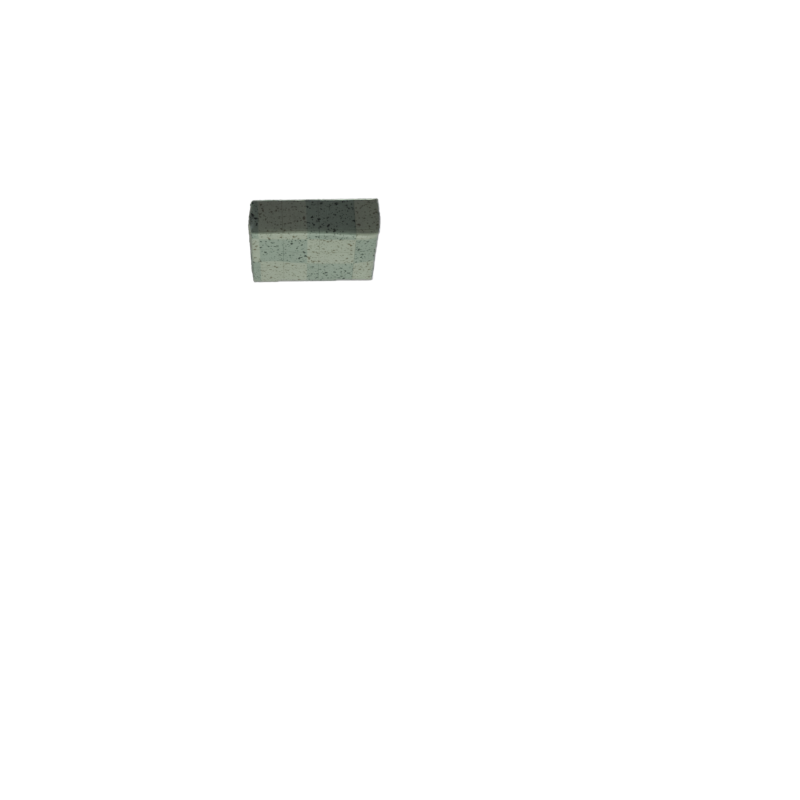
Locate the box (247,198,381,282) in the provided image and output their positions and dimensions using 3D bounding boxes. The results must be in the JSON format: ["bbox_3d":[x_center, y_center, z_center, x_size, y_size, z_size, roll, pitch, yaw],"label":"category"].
[{"bbox_3d":[-0.077,-0.140,0.980,0.113,0.041,0.085,1,-24,-3],"label":"box"}]
